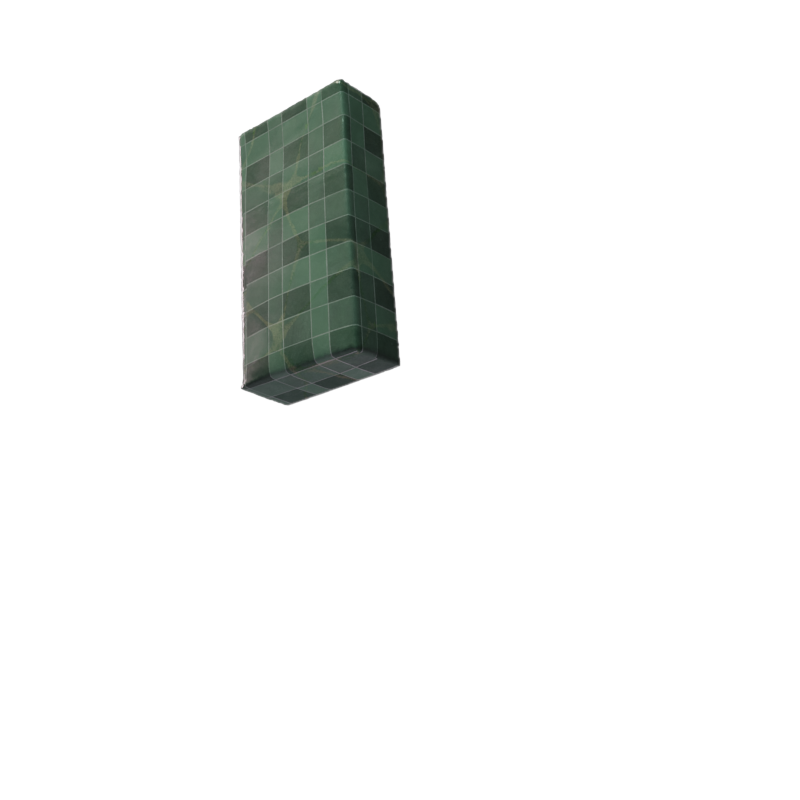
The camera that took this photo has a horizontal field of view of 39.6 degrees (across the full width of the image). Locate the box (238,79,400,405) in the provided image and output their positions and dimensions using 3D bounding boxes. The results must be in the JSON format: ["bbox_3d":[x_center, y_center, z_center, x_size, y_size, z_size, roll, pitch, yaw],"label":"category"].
[{"bbox_3d":[-0.052,-0.095,0.664,0.094,0.187,0.045,-22,-32,35],"label":"box"}]
